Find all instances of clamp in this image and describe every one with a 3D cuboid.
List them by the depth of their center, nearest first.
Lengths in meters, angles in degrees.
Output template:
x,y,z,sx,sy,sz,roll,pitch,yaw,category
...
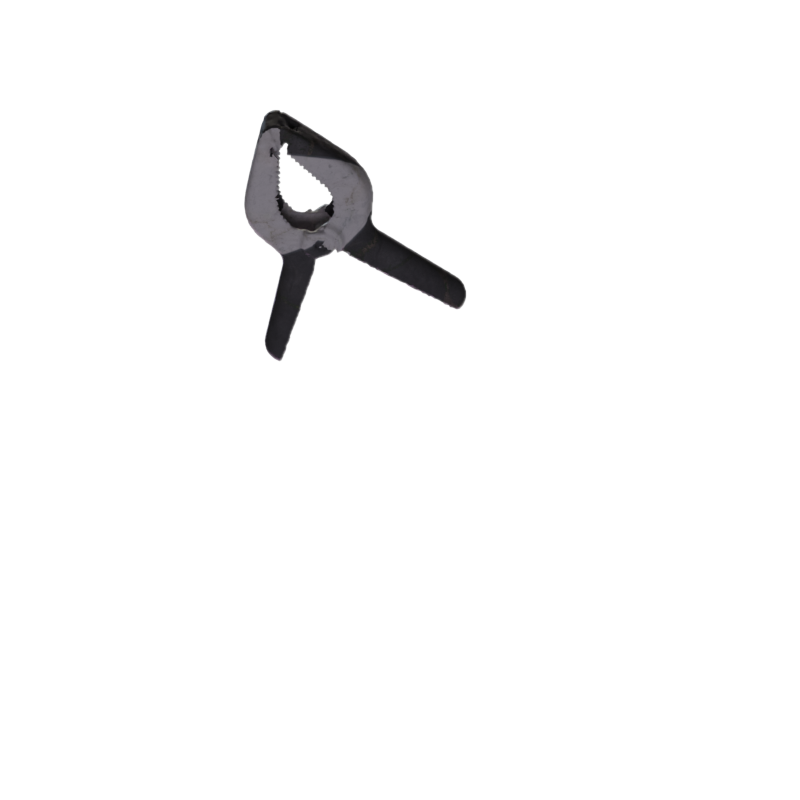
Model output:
x,y,z,sx,sy,sz,roll,pitch,yaw,category
-0.065,-0.118,0.828,0.165,0.195,0.039,-23,34,16,clamp
